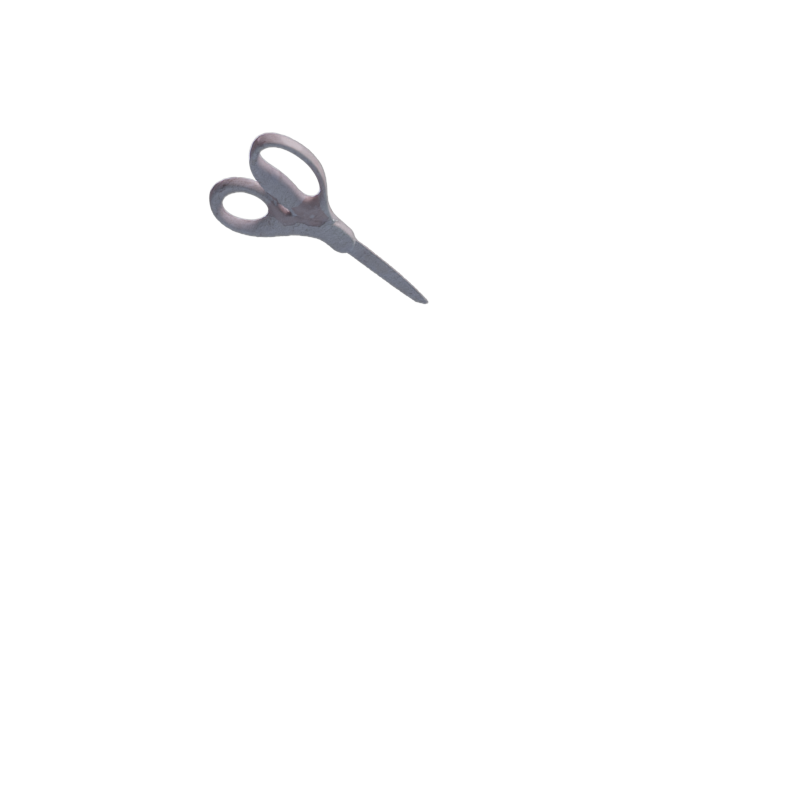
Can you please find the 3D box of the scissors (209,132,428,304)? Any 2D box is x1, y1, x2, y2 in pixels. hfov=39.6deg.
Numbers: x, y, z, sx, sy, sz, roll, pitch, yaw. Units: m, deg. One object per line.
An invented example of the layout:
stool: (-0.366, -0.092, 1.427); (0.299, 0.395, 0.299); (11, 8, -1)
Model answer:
scissors: (-0.064, -0.118, 0.823); (0.097, 0.017, 0.186); (-20, -47, 20)
